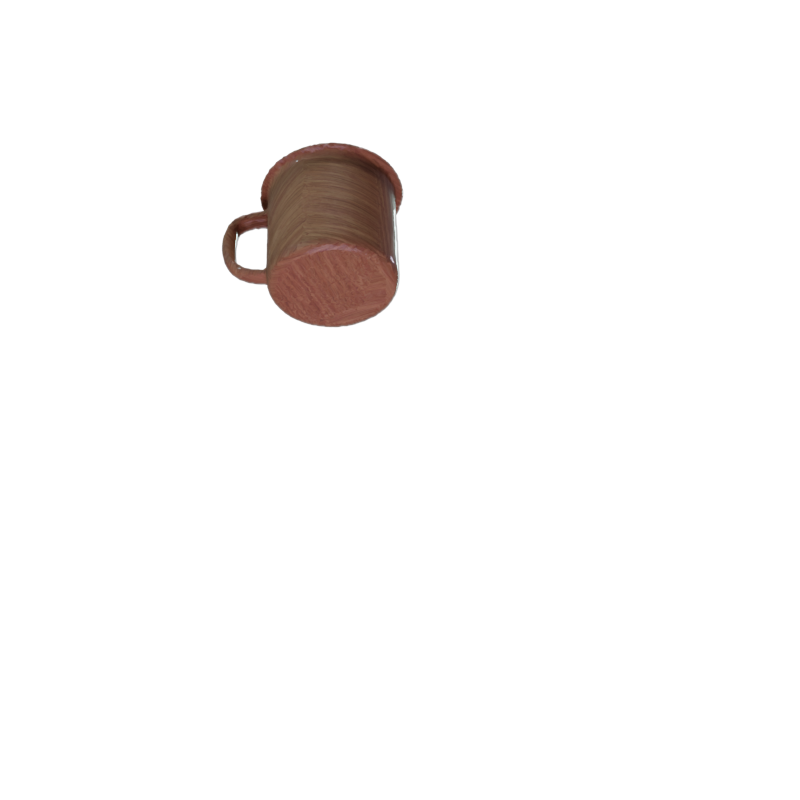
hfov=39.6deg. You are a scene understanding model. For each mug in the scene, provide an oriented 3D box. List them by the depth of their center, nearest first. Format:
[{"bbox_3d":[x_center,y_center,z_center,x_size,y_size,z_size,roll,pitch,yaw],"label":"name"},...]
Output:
[{"bbox_3d":[-0.055,-0.100,0.698,0.118,0.087,0.086,-4,-39,3],"label":"mug"}]
